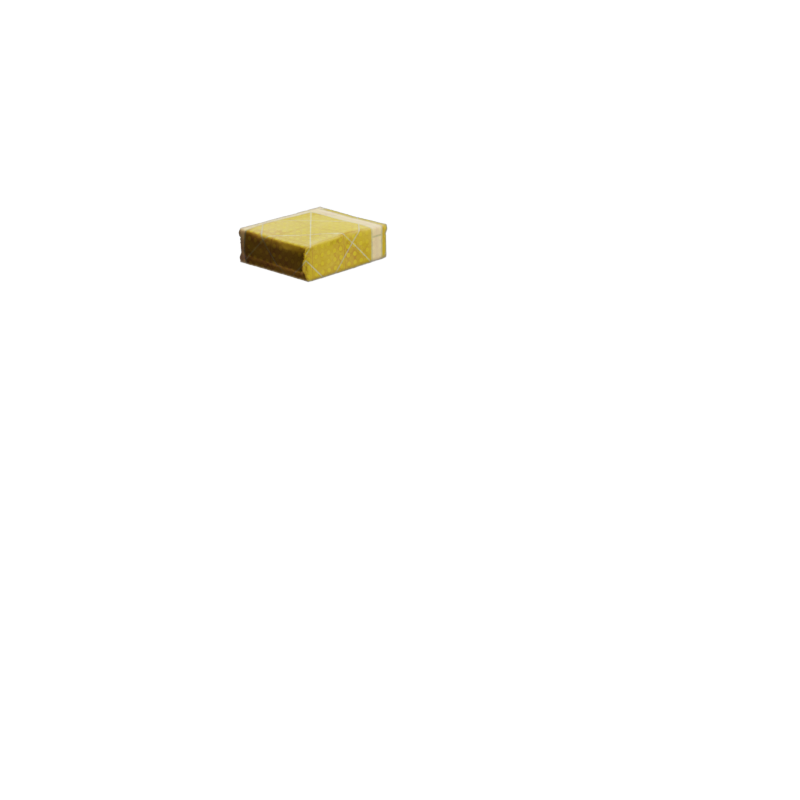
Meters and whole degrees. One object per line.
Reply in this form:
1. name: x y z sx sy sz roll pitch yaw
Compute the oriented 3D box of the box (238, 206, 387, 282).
1. box: -0.065 -0.119 0.835 0.077 0.029 0.088 20 30 39
